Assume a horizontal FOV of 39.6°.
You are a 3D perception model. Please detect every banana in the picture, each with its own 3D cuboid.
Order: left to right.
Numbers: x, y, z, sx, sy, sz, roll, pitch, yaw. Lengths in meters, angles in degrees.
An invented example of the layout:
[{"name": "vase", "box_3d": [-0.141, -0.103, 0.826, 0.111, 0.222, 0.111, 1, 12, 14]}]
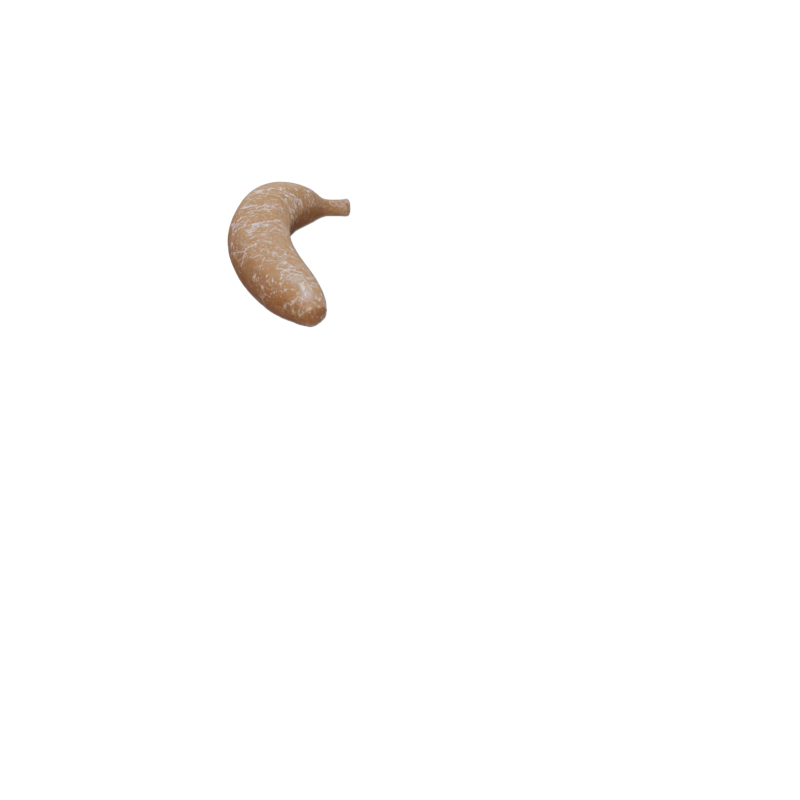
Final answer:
[{"name": "banana", "box_3d": [-0.070, -0.097, 0.667, 0.070, 0.035, 0.207, 1, 28, 2]}]
